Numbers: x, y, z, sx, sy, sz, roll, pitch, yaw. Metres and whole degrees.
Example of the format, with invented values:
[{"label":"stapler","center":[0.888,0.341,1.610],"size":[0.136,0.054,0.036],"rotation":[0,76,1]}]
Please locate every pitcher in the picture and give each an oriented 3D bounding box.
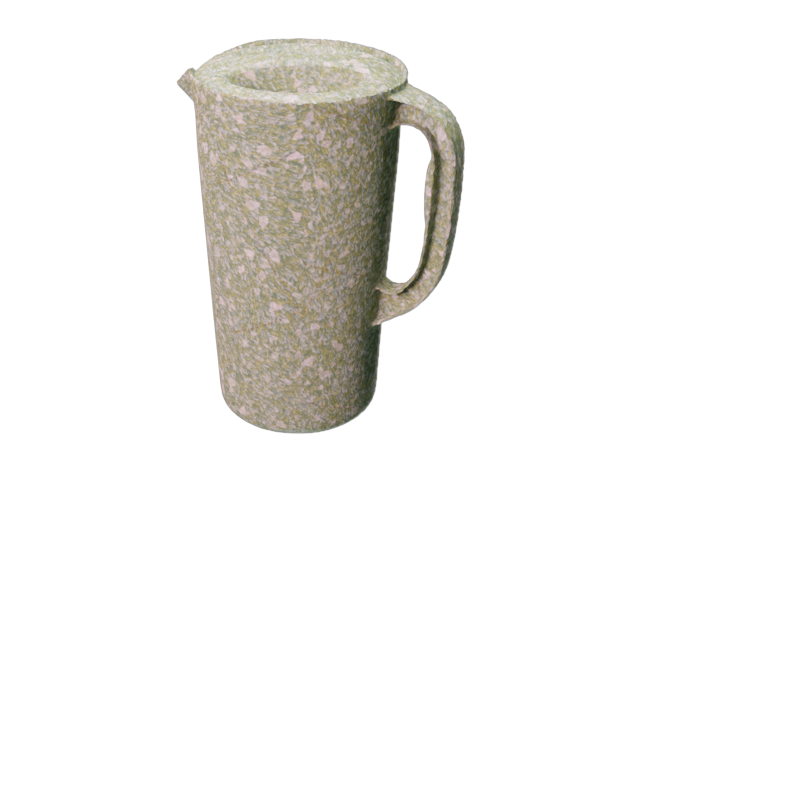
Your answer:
[{"label":"pitcher","center":[-0.056,-0.102,0.714],"size":[0.142,0.229,0.161],"rotation":[-10,31,-21]}]
